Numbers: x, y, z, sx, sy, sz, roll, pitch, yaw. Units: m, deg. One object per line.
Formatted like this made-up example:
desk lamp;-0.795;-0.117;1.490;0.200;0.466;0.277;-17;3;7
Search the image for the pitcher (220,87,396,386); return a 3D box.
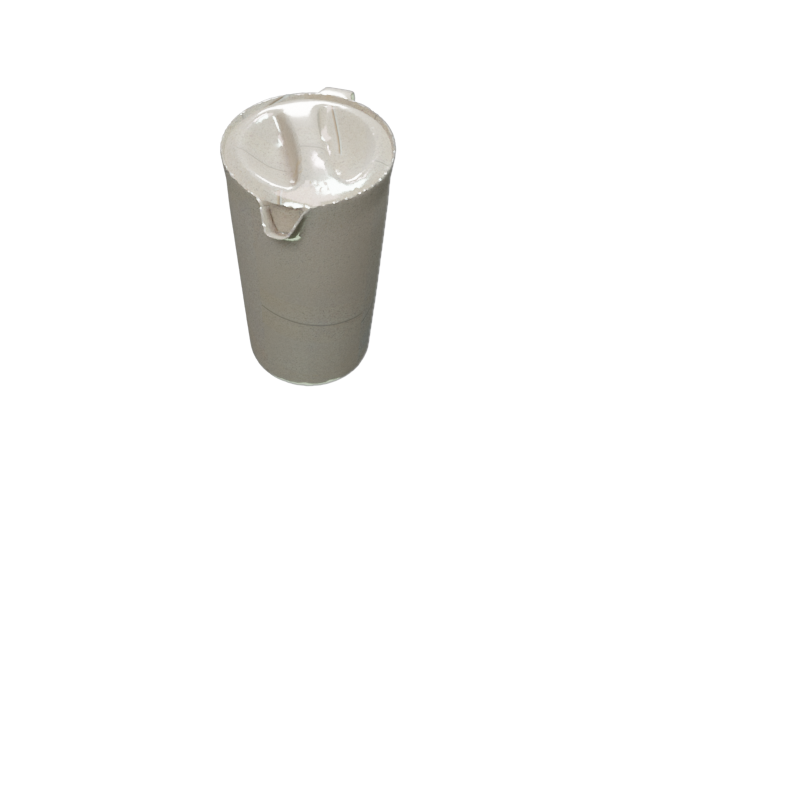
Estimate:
pitcher;-0.073;-0.132;0.928;0.148;0.156;0.226;-24;-35;-22
